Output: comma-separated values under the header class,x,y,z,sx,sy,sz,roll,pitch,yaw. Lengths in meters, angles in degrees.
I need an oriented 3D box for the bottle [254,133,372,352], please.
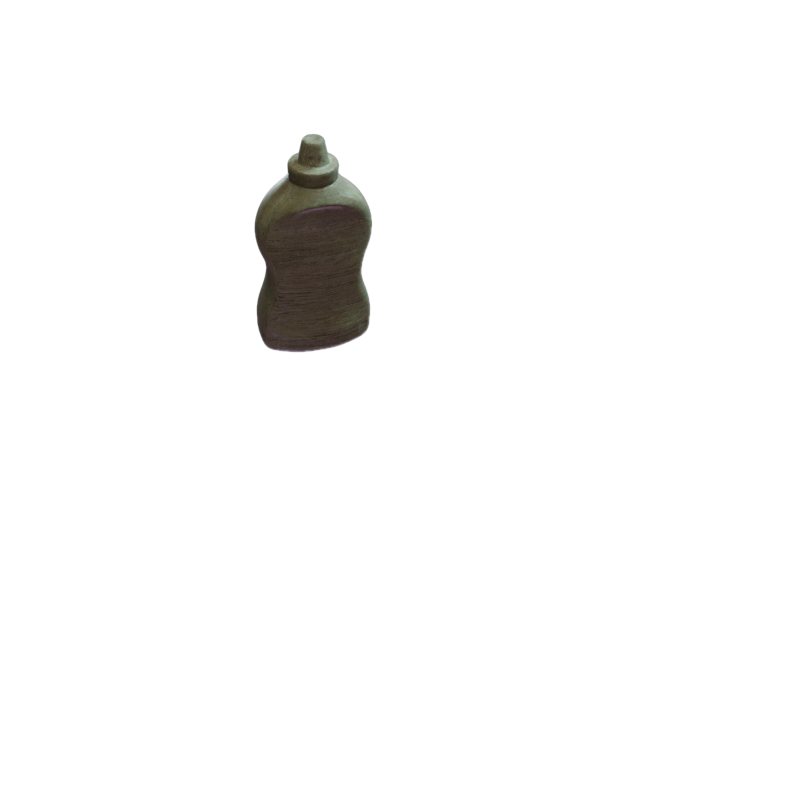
class,x,y,z,sx,sy,sz,roll,pitch,yaw
bottle,-0.072,-0.131,0.916,0.095,0.179,0.063,-7,38,-13
